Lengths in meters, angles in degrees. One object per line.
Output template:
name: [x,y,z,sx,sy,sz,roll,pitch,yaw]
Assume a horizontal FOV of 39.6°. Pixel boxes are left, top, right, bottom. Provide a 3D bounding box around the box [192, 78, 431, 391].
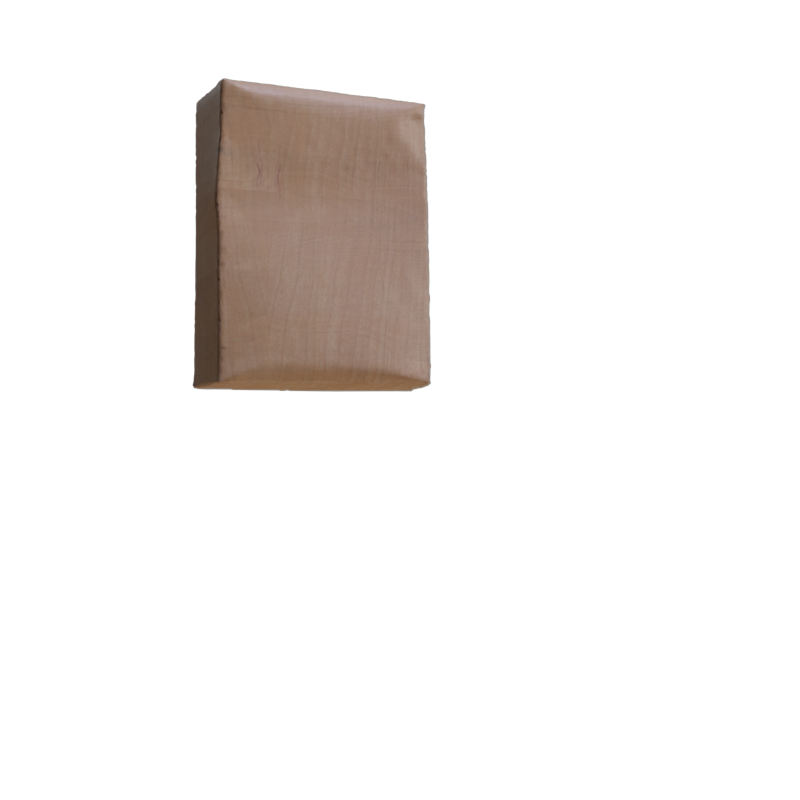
box: [-0.063,-0.115,0.802,0.159,0.219,0.072,3,-10,-23]
